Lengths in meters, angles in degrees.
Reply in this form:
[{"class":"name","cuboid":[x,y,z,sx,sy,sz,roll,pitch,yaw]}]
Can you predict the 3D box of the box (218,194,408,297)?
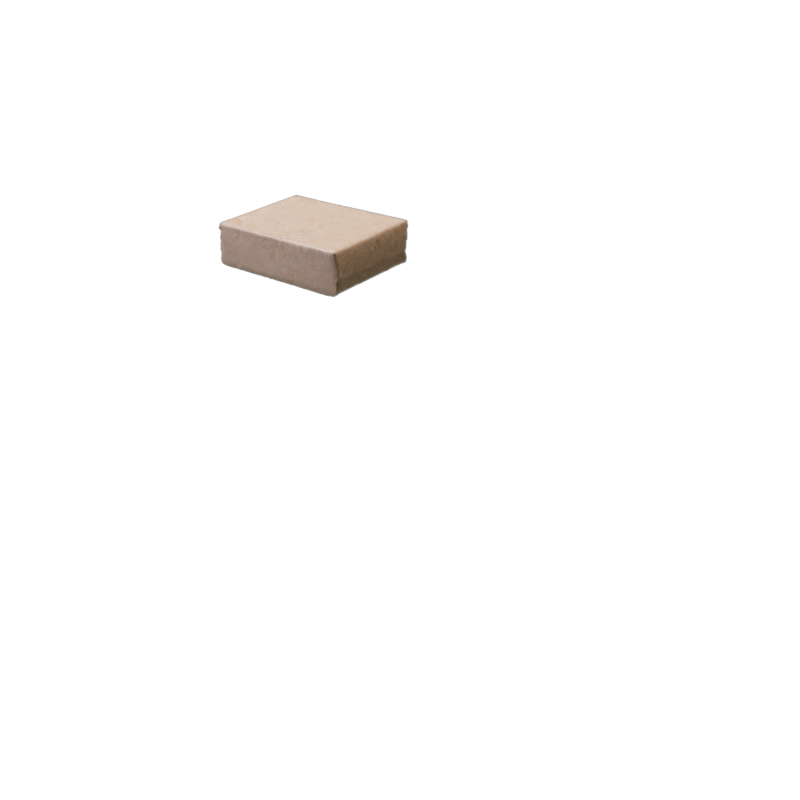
[{"class":"box","cuboid":[-0.065,-0.118,0.826,0.120,0.037,0.090,20,33,33]}]
